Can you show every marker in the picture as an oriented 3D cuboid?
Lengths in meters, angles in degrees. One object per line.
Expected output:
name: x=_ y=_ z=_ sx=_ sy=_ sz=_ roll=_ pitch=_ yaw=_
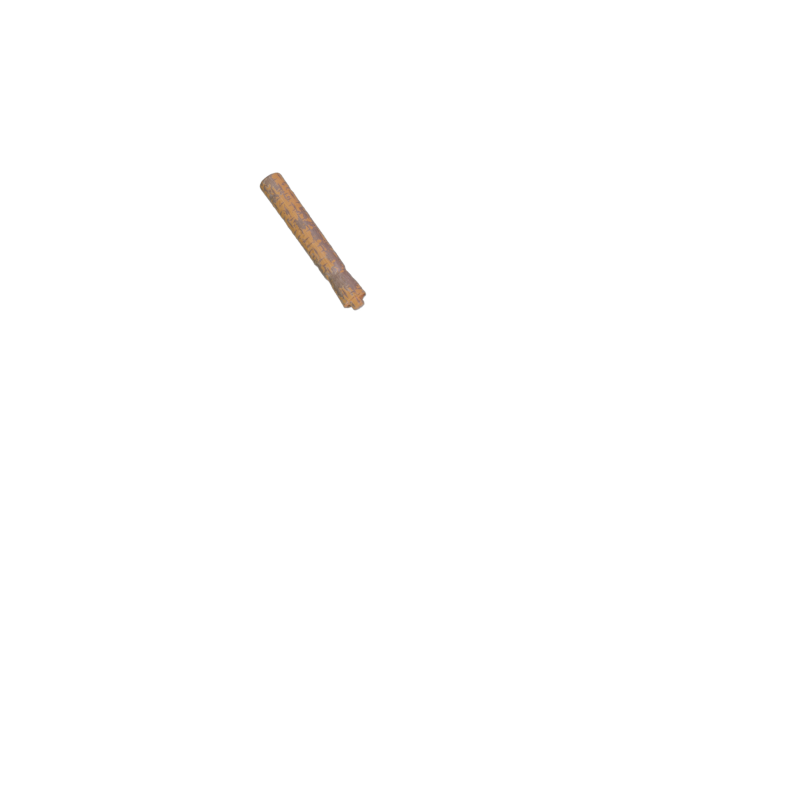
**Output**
marker: x=-0.063 y=-0.114 z=0.801 sx=0.020 sy=0.128 sz=0.019 roll=-30 pitch=-21 yaw=-13
